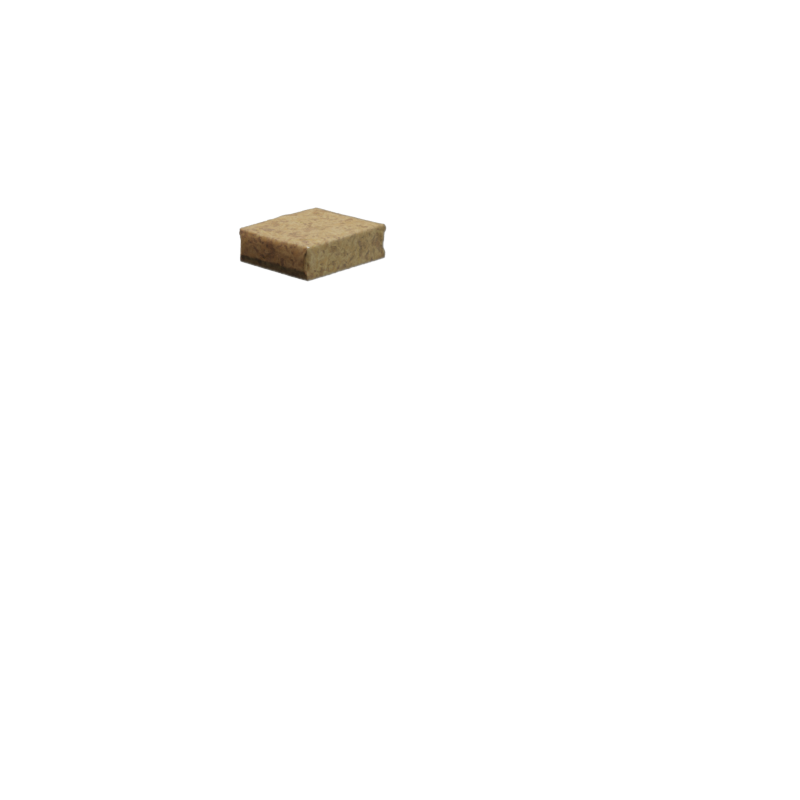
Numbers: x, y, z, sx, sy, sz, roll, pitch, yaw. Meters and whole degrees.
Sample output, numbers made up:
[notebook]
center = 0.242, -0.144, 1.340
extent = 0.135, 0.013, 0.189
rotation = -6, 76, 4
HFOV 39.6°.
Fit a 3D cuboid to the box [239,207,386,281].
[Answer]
[box]
center = -0.066, -0.120, 0.841
extent = 0.077, 0.029, 0.088
rotation = 19, 30, 38
